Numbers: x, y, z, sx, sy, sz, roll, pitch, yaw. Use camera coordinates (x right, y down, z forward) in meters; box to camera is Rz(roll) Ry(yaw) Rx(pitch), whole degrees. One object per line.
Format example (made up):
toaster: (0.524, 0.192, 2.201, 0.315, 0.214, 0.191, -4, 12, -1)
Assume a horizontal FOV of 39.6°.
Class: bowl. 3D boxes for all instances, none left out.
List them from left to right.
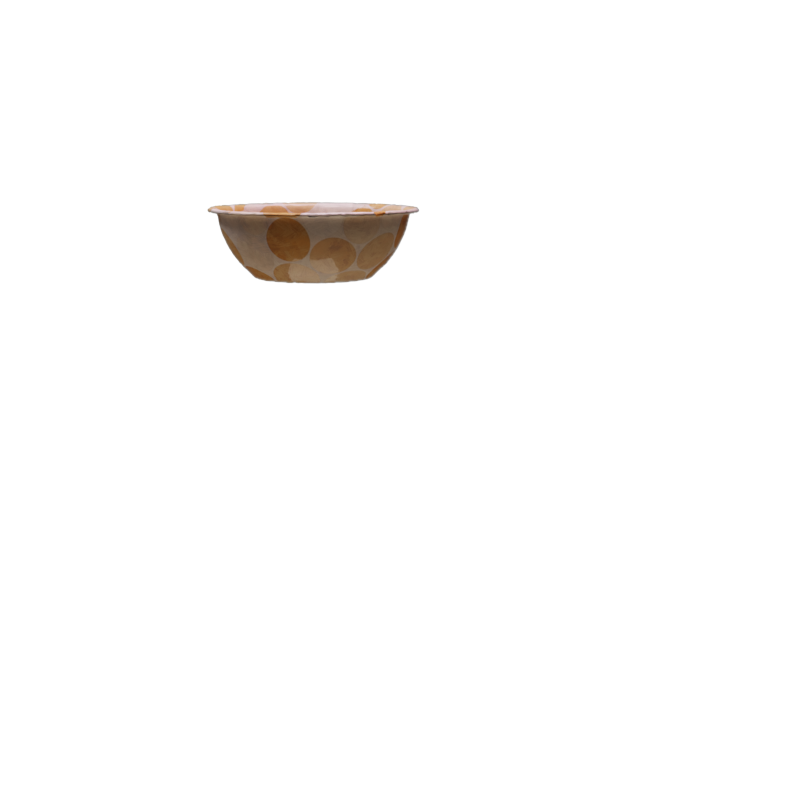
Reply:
bowl: (-0.067, -0.122, 0.852, 0.162, 0.054, 0.166, 0, 11, -2)
